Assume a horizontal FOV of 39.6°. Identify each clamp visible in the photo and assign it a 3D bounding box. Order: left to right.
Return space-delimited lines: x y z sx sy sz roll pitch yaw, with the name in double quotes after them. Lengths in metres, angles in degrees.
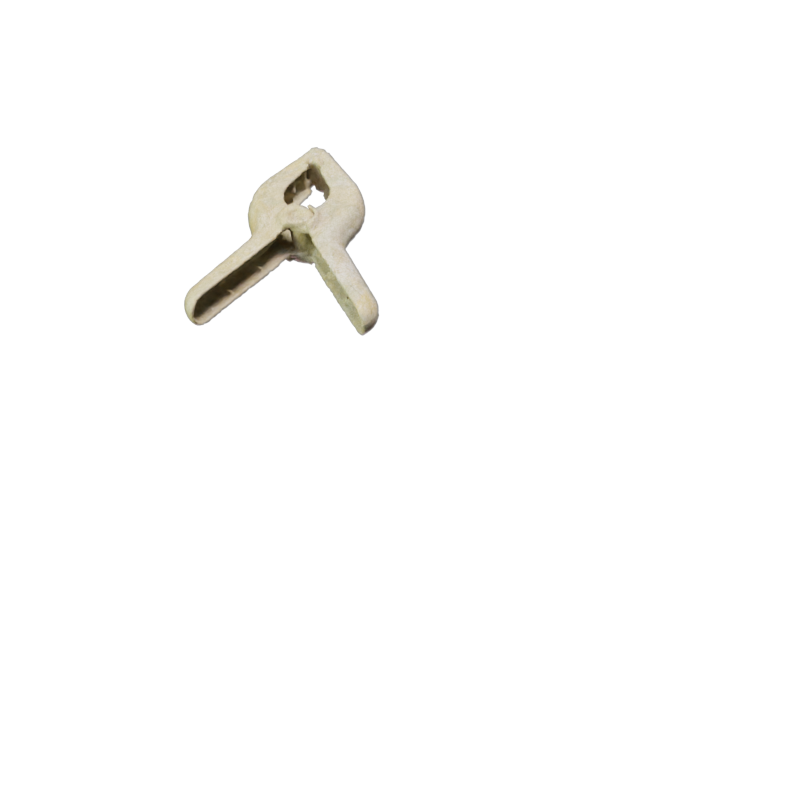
-0.057 -0.104 0.726 0.123 0.180 0.036 12 -41 10 "clamp"
